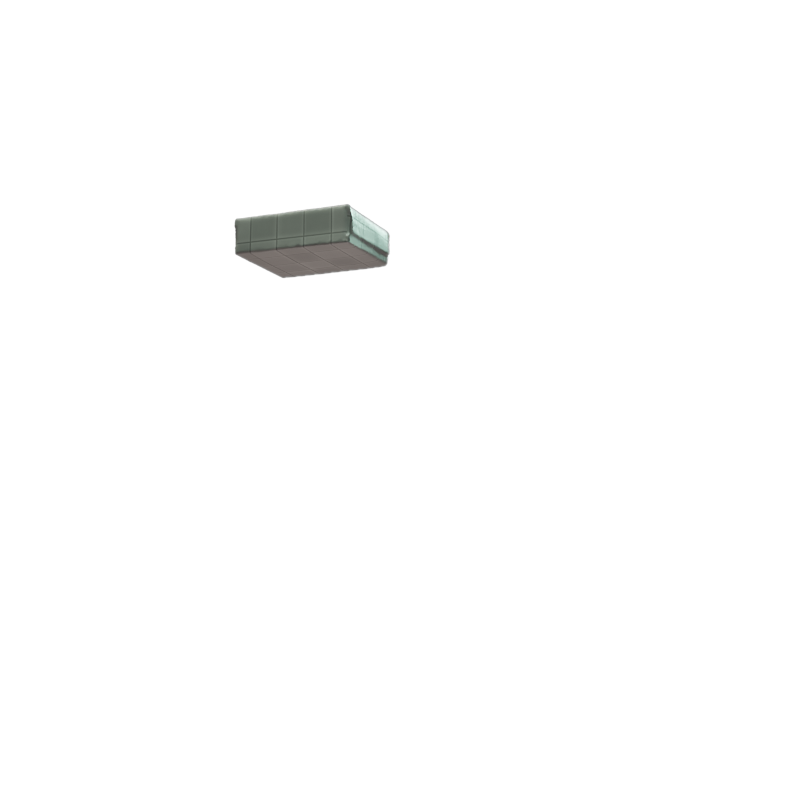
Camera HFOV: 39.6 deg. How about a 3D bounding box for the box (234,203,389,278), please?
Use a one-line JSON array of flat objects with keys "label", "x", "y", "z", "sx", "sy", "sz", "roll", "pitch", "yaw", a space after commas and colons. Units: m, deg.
[{"label": "box", "x": -0.061, "y": -0.112, "z": 0.784, "sx": 0.091, "sy": 0.031, "sz": 0.069, "roll": -4, "pitch": -10, "yaw": 23}]
